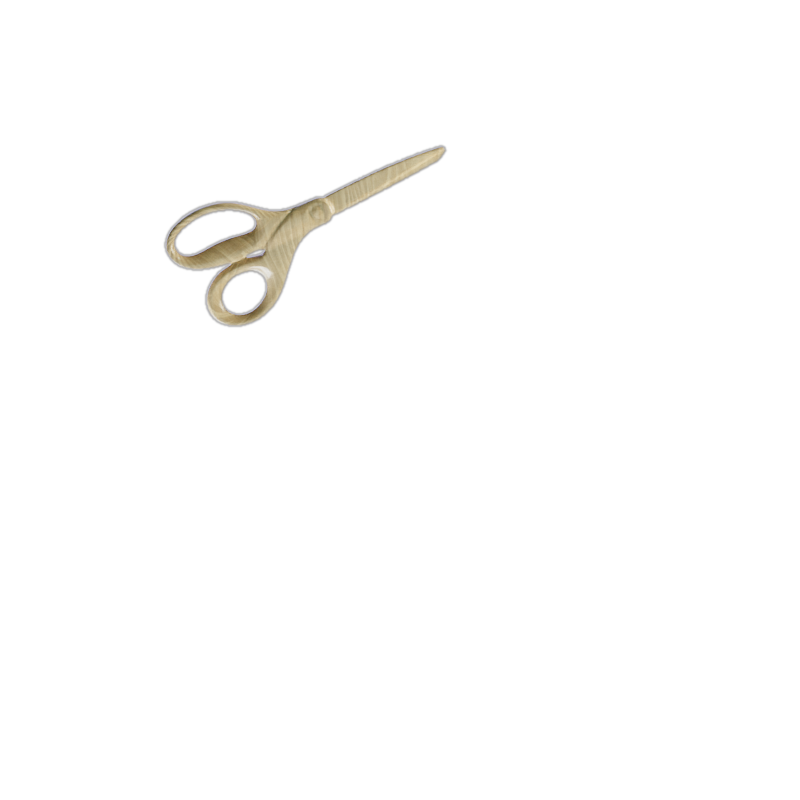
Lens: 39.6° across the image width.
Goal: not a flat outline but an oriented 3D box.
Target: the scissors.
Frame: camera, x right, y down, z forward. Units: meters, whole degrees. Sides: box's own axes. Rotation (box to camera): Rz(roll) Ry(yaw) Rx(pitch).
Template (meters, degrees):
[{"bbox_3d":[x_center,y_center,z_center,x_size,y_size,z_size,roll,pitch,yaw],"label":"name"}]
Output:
[{"bbox_3d":[-0.060,-0.109,0.766,0.202,0.094,0.016,-11,9,2],"label":"scissors"}]
